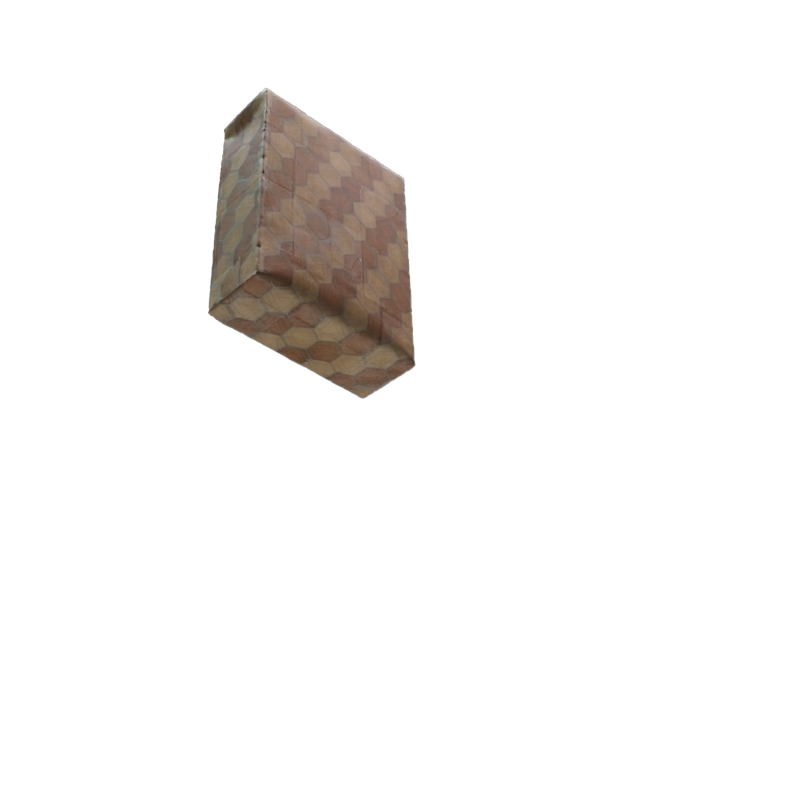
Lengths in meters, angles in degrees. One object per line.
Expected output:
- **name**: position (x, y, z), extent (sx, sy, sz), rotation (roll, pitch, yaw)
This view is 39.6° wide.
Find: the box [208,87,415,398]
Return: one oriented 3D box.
- **box**: position (-0.071, -0.130, 0.912), extent (0.154, 0.229, 0.071), rotation (28, -49, -32)
